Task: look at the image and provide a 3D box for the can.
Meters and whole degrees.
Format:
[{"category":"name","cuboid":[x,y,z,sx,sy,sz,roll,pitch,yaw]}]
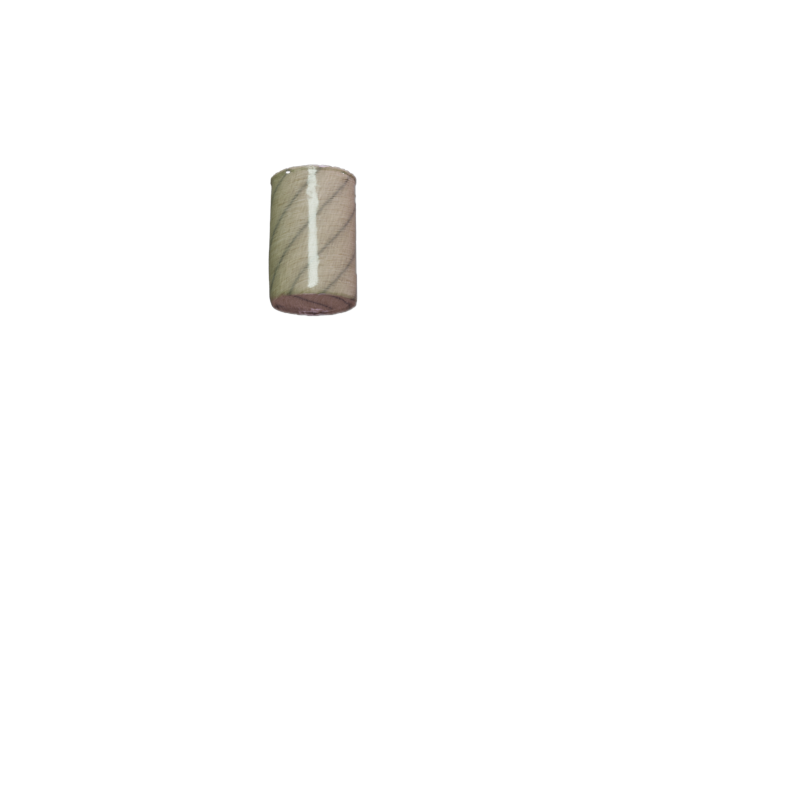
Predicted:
[{"category":"can","cuboid":[-0.067,-0.122,0.856,0.068,0.106,0.066,0,-16,-2]}]
